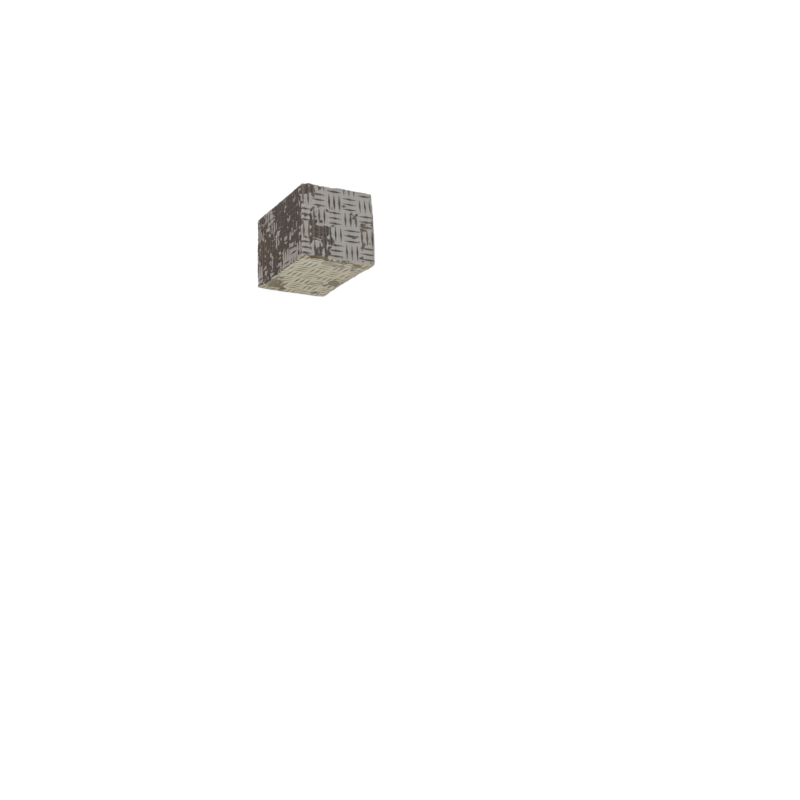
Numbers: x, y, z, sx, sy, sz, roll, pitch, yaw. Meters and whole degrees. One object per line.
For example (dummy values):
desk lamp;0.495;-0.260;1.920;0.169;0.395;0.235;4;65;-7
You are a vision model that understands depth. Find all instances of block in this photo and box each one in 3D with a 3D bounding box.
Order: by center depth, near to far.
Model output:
block;-0.058;-0.106;0.743;0.051;0.053;0.078;8;-16;-28
